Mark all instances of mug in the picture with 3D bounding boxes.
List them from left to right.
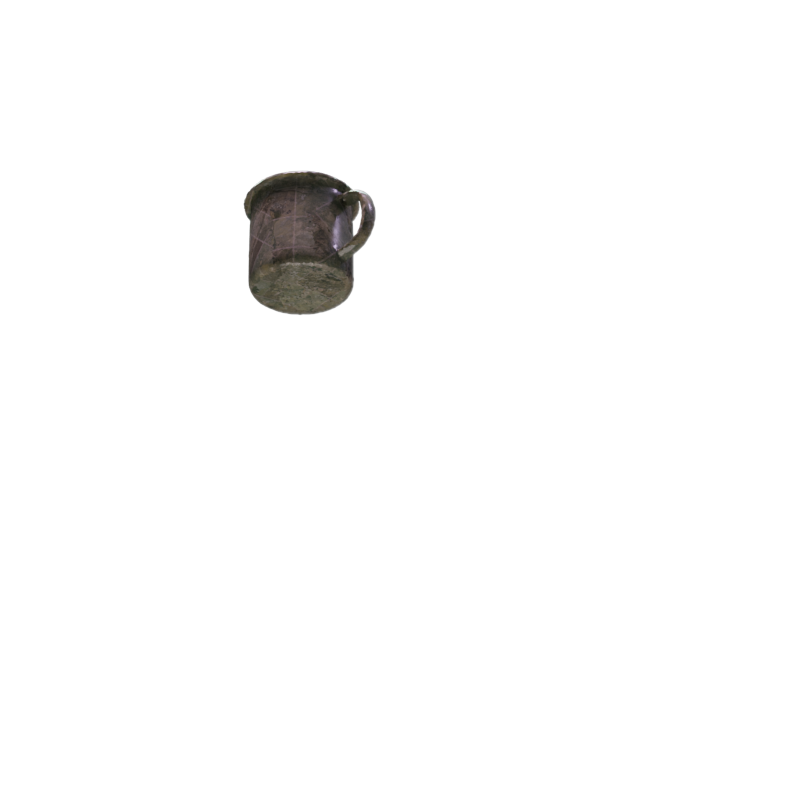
[{"bbox_3d":[-0.068,-0.123,0.864,0.118,0.087,0.087,-20,-35,30],"label":"mug"}]
